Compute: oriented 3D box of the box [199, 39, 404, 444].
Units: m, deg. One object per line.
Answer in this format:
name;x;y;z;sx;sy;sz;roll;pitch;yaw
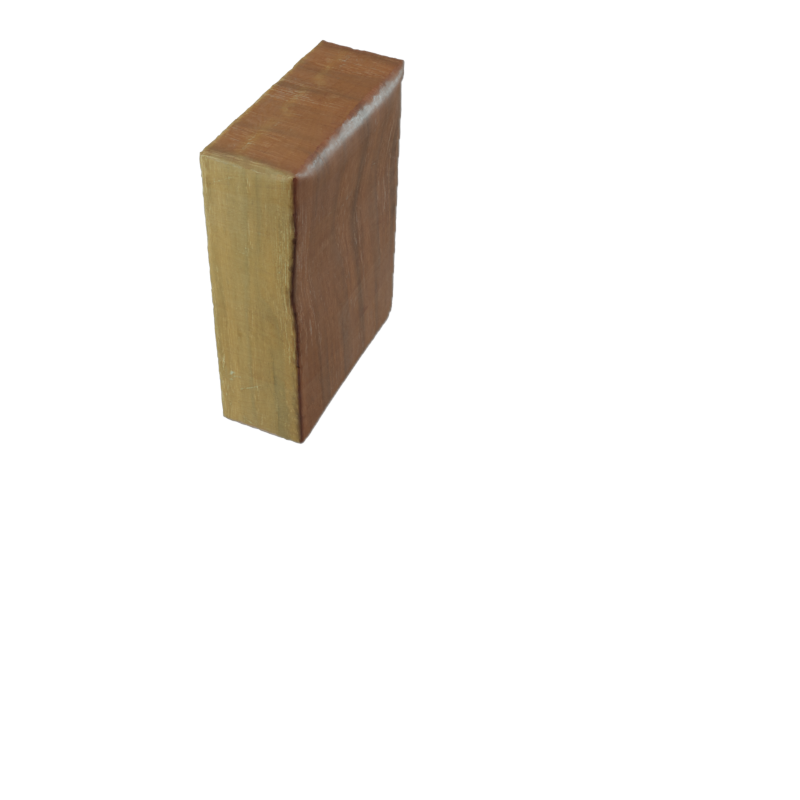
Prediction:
box;-0.058;-0.106;0.739;0.074;0.199;0.170;16;42;15
